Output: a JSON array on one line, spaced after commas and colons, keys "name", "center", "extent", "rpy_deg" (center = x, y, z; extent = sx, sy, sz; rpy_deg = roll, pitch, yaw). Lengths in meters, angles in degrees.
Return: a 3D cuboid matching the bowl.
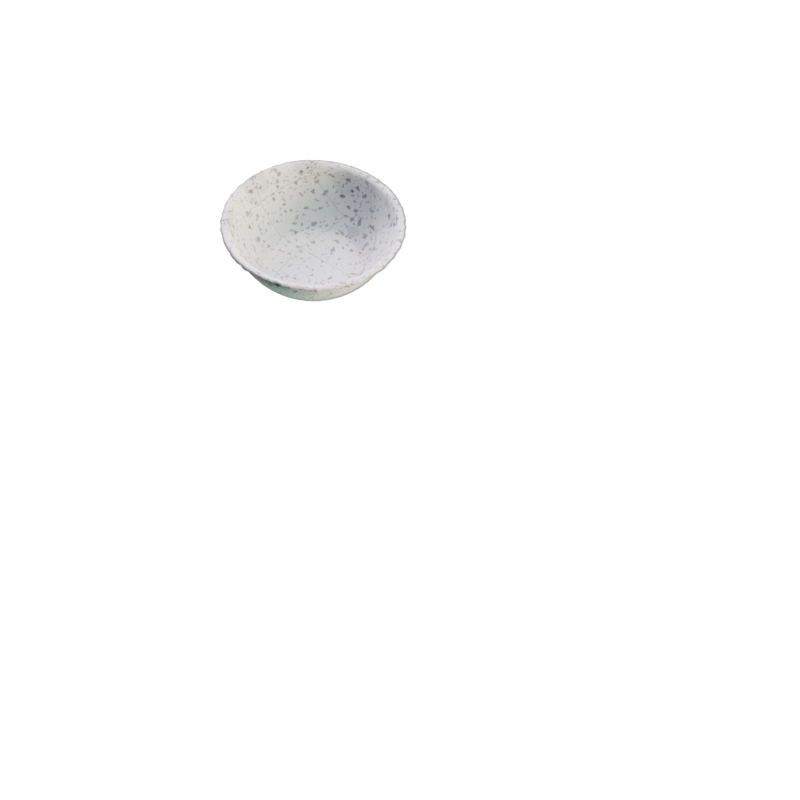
[{"name": "bowl", "center": [-0.077, -0.140, 0.982], "extent": [0.162, 0.174, 0.051], "rpy_deg": [-1, -40, -1]}]
